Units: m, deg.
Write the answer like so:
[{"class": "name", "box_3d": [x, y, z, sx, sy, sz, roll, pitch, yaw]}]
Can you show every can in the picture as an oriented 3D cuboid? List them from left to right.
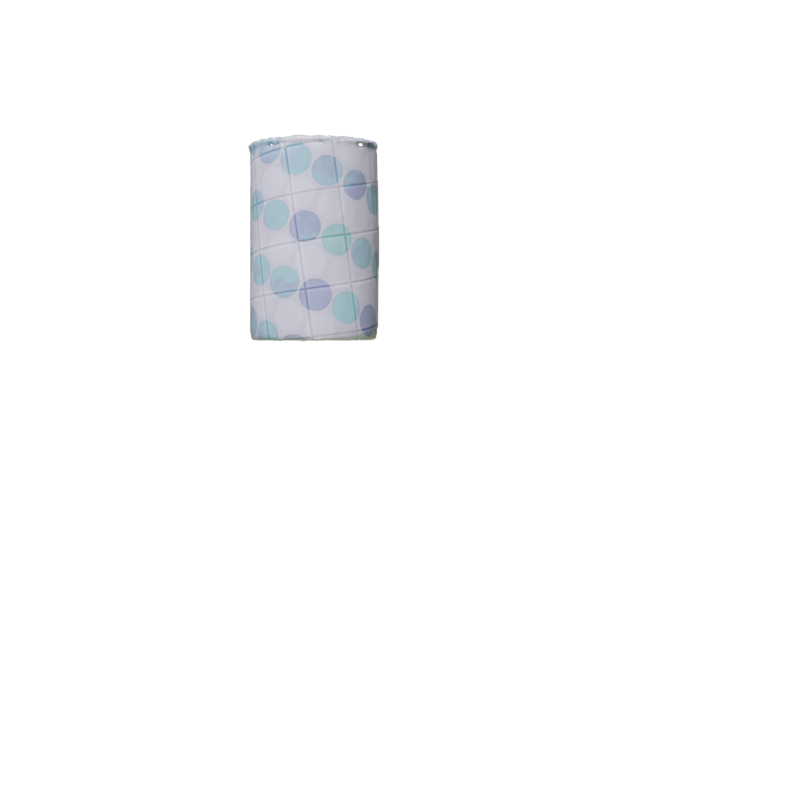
[{"class": "can", "box_3d": [-0.045, -0.083, 0.579, 0.068, 0.103, 0.068, 0, -1, -2]}]
